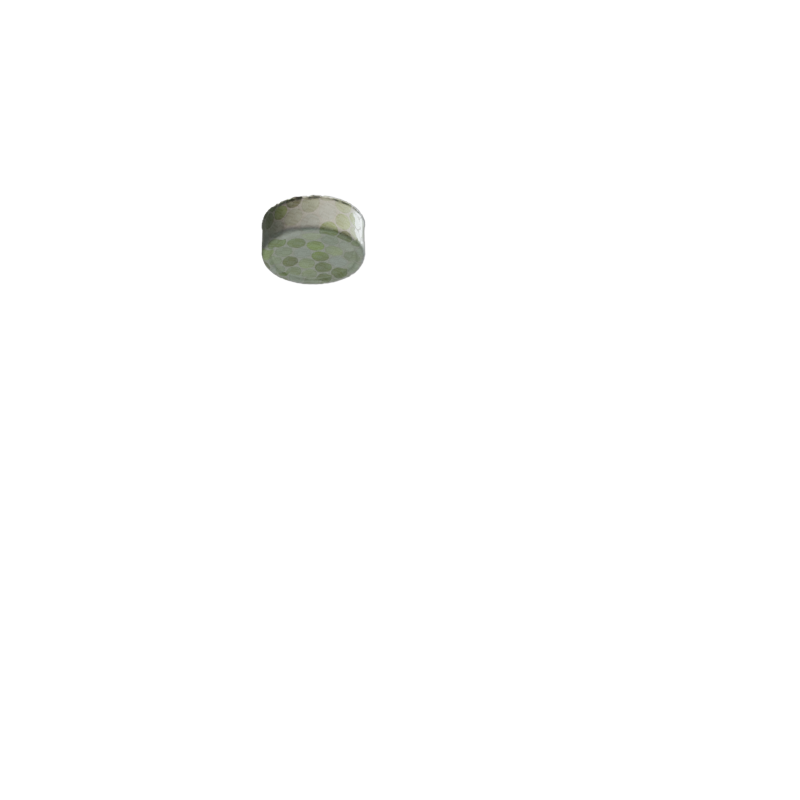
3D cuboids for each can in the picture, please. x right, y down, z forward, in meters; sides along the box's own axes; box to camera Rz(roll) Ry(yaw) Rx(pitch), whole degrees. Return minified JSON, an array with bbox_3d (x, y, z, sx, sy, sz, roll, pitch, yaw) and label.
[{"bbox_3d":[-0.071,-0.130,0.908,0.086,0.036,0.081,1,-28,-2],"label":"can"}]
